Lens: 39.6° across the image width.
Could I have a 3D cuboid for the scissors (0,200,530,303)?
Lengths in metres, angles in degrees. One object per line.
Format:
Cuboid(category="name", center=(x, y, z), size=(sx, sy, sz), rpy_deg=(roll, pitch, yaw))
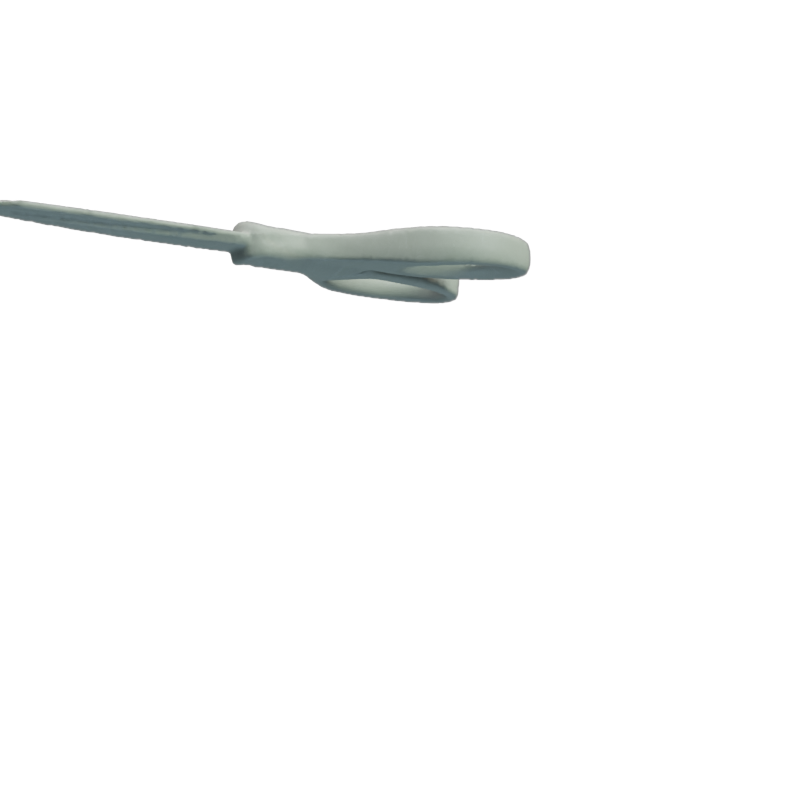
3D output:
Cuboid(category="scissors", center=(-0.031, -0.056, 0.392), size=(0.099, 0.016, 0.191), rpy_deg=(-4, -7, 39))
